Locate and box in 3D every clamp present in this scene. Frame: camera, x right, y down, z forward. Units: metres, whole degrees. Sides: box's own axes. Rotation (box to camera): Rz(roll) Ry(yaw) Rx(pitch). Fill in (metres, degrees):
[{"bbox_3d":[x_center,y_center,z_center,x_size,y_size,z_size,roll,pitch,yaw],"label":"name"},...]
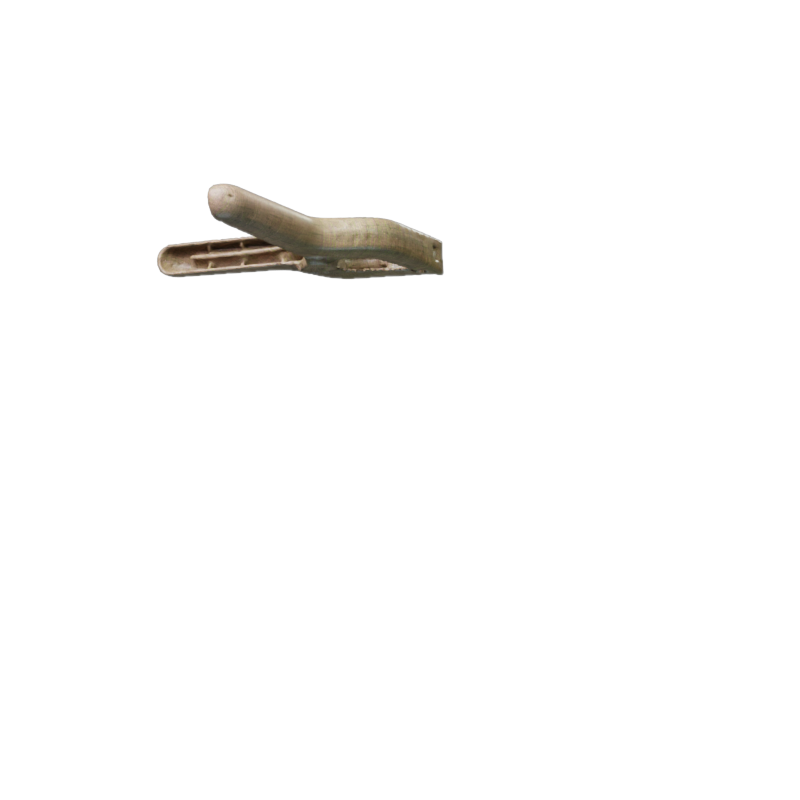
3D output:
[{"bbox_3d":[-0.062,-0.114,0.797,0.206,0.037,0.163,2,-9,-14],"label":"clamp"}]
